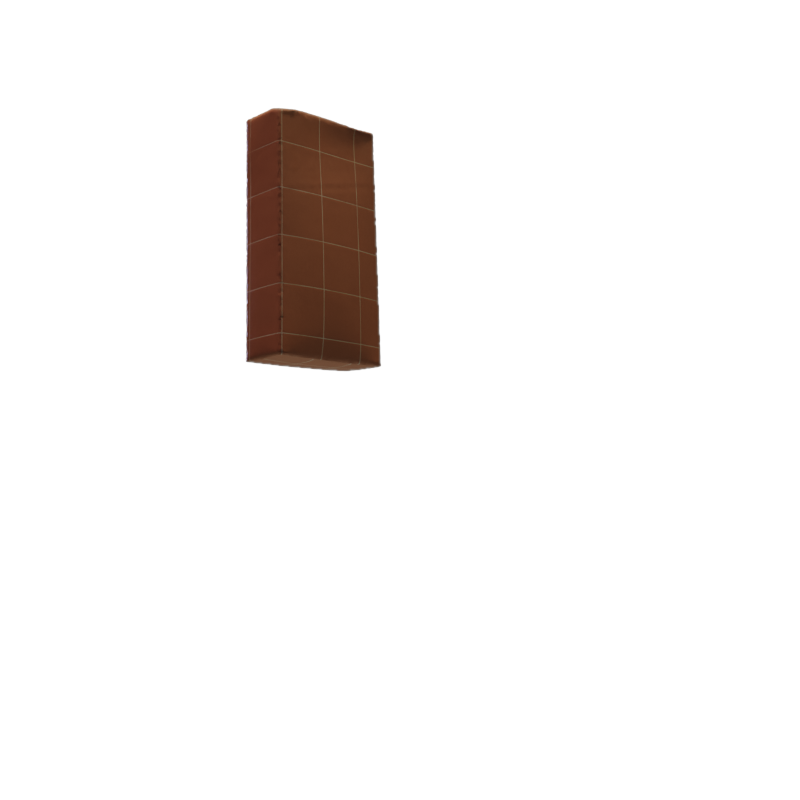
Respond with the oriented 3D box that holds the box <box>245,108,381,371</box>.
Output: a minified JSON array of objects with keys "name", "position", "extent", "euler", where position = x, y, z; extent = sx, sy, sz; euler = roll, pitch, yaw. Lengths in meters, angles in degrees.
[{"name":"box","position":[-0.061,-0.112,0.782],"extent":[0.089,0.182,0.049],"euler":[10,-17,-40]}]
